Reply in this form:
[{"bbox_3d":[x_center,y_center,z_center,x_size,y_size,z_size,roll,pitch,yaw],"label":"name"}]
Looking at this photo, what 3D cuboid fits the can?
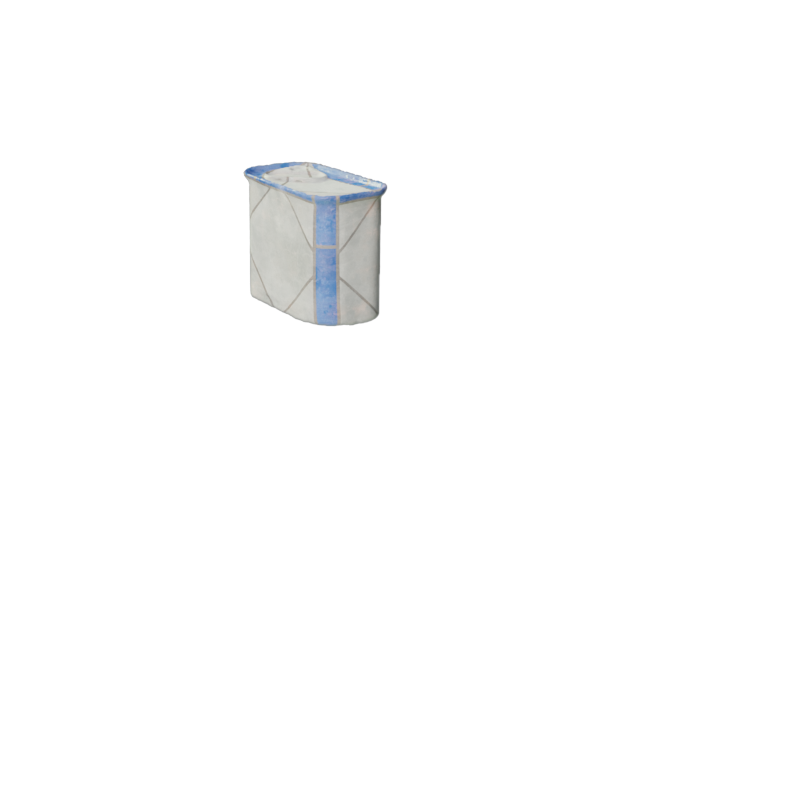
[{"bbox_3d":[-0.055,-0.100,0.700,0.056,0.080,0.109,-12,24,-34],"label":"can"}]
